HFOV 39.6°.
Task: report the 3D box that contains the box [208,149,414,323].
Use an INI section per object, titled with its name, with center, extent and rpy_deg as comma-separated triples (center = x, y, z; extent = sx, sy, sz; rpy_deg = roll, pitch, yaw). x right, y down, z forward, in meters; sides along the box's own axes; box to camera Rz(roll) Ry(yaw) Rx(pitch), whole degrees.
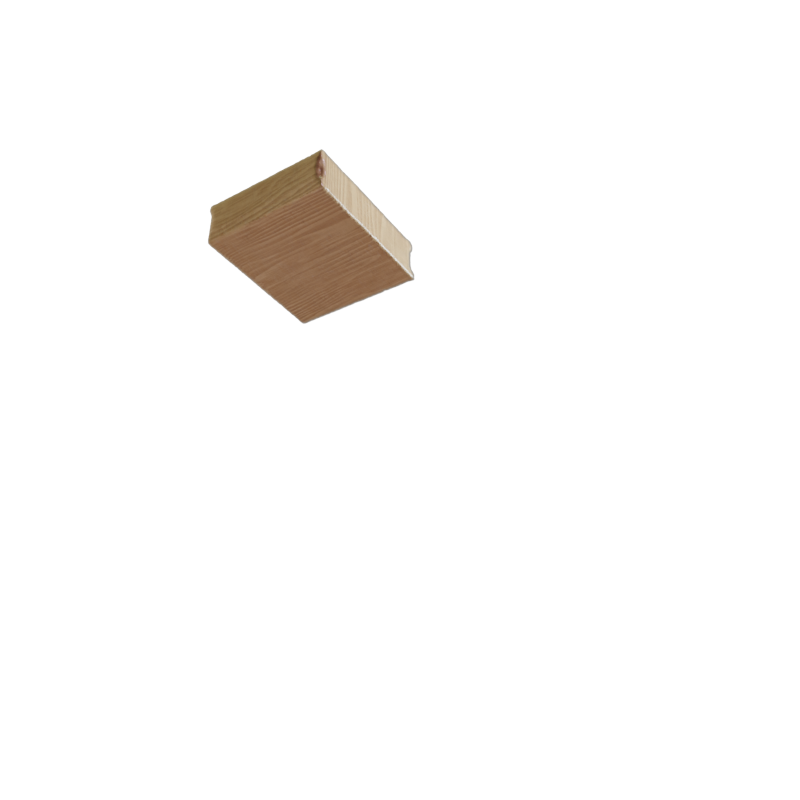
[box]
center = -0.046, -0.084, 0.587
extent = 0.073, 0.032, 0.083
rpy_deg = -22, -42, 27
